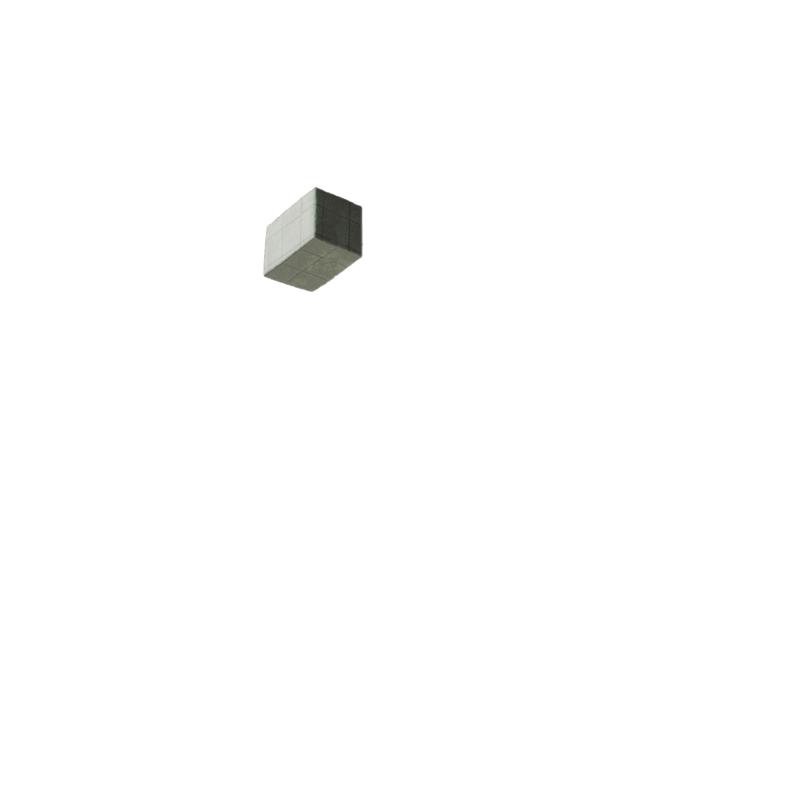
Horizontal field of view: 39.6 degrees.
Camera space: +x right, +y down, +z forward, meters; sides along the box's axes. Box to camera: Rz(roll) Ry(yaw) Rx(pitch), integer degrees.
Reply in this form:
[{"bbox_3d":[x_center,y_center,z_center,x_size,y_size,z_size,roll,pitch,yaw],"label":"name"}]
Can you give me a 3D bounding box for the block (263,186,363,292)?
[{"bbox_3d":[-0.075,-0.136,0.952,0.050,0.054,0.077,20,-34,-34],"label":"block"}]
